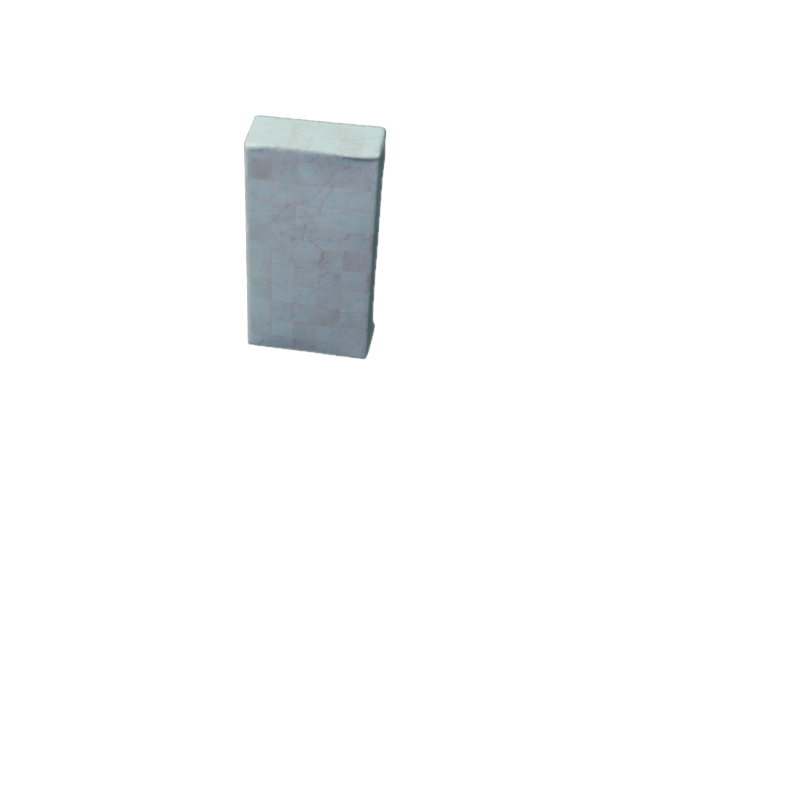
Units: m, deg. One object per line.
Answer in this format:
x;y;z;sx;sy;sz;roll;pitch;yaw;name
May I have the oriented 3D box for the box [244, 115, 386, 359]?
-0.062;-0.112;0.783;0.094;0.164;0.051;7;42;5;box
